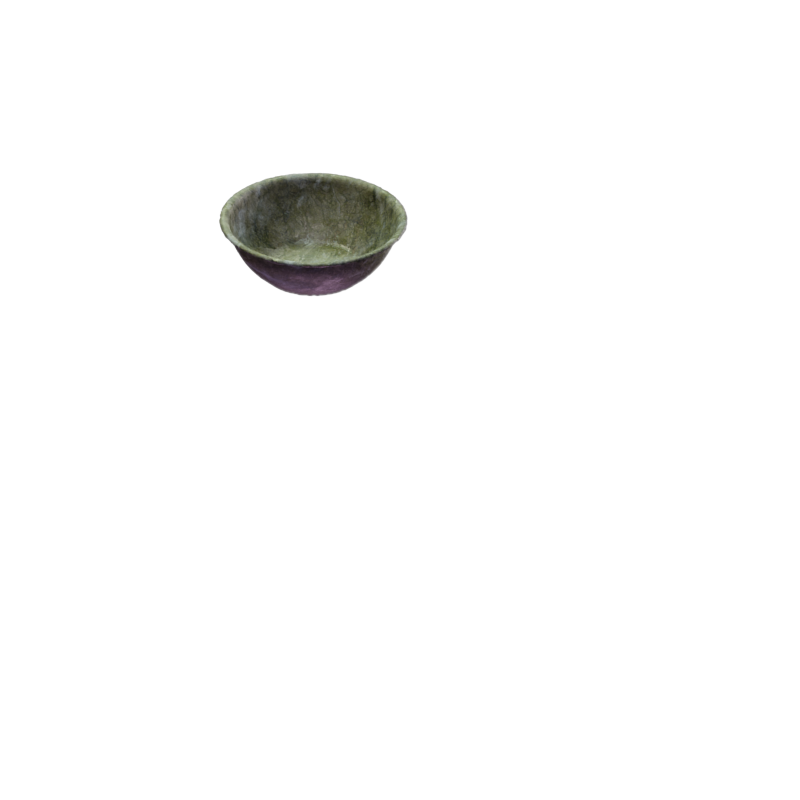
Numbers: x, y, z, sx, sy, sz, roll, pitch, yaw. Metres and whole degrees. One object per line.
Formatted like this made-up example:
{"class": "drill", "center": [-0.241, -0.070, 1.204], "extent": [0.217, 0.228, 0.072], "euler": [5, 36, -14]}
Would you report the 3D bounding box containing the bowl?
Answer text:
{"class": "bowl", "center": [-0.075, -0.138, 0.964], "extent": [0.162, 0.052, 0.173], "euler": [-1, 36, -2]}
